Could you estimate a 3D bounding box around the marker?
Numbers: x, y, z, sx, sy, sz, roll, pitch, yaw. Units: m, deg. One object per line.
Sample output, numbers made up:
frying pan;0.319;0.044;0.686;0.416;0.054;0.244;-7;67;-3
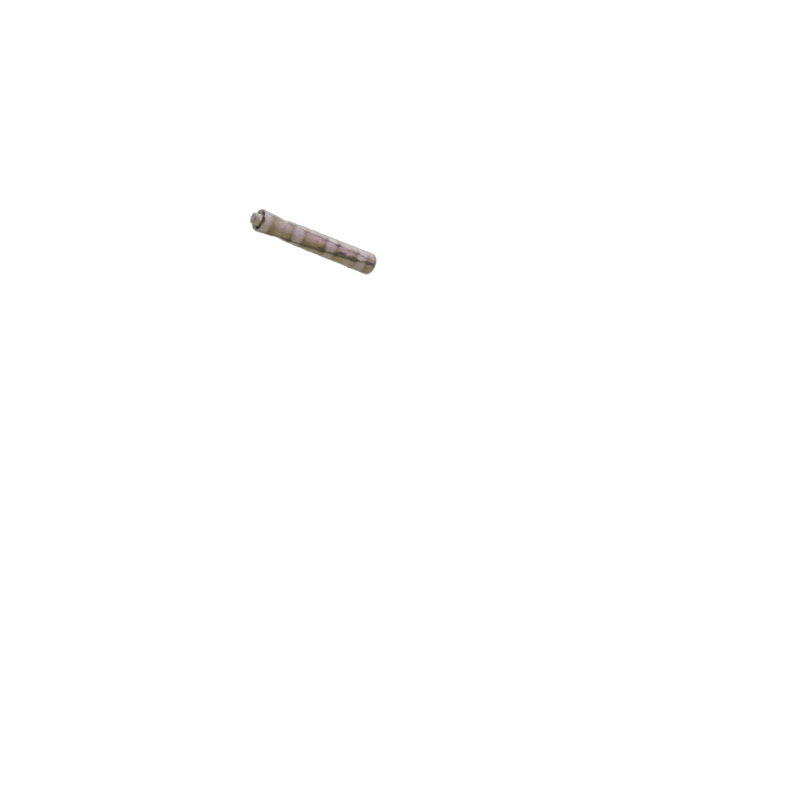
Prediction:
marker;-0.071;-0.130;0.911;0.114;0.020;0.020;18;-7;-33
